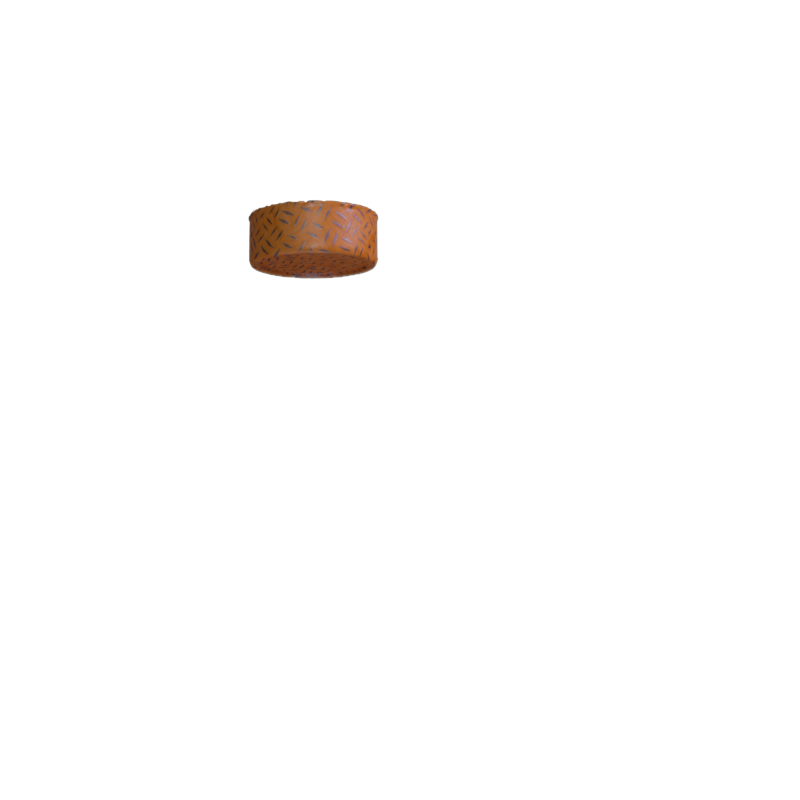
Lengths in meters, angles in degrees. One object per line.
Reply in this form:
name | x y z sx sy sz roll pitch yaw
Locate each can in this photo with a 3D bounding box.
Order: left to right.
can | -0.057 -0.104 0.729 0.086 0.034 0.084 0 -7 -2
